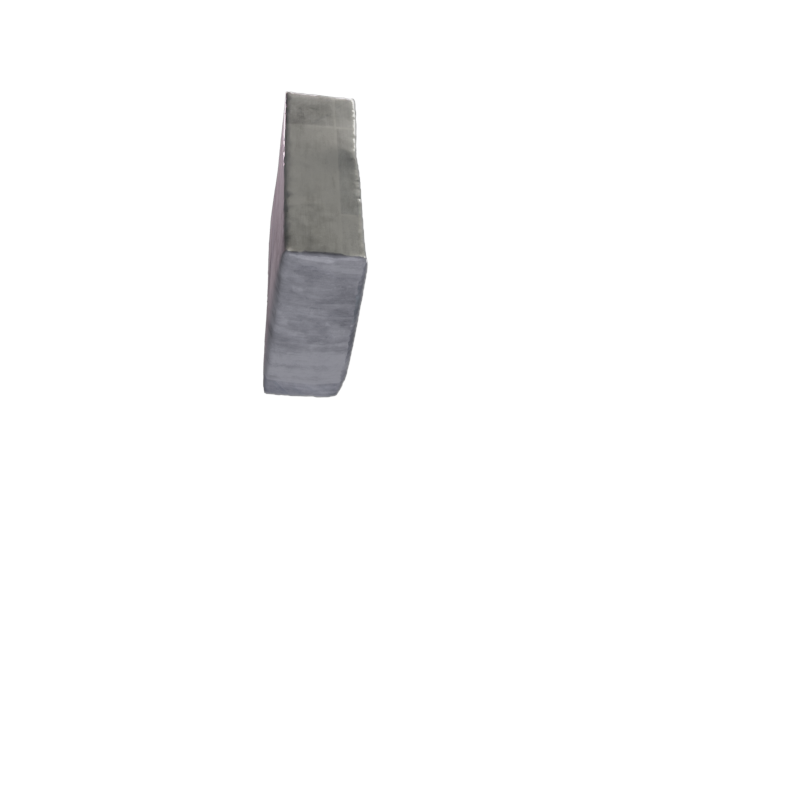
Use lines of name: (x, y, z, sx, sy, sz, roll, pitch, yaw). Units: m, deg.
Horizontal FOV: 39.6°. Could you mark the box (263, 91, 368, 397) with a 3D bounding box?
box: (-0.074, -0.135, 0.947, 0.071, 0.230, 0.154, 5, -45, -9)
